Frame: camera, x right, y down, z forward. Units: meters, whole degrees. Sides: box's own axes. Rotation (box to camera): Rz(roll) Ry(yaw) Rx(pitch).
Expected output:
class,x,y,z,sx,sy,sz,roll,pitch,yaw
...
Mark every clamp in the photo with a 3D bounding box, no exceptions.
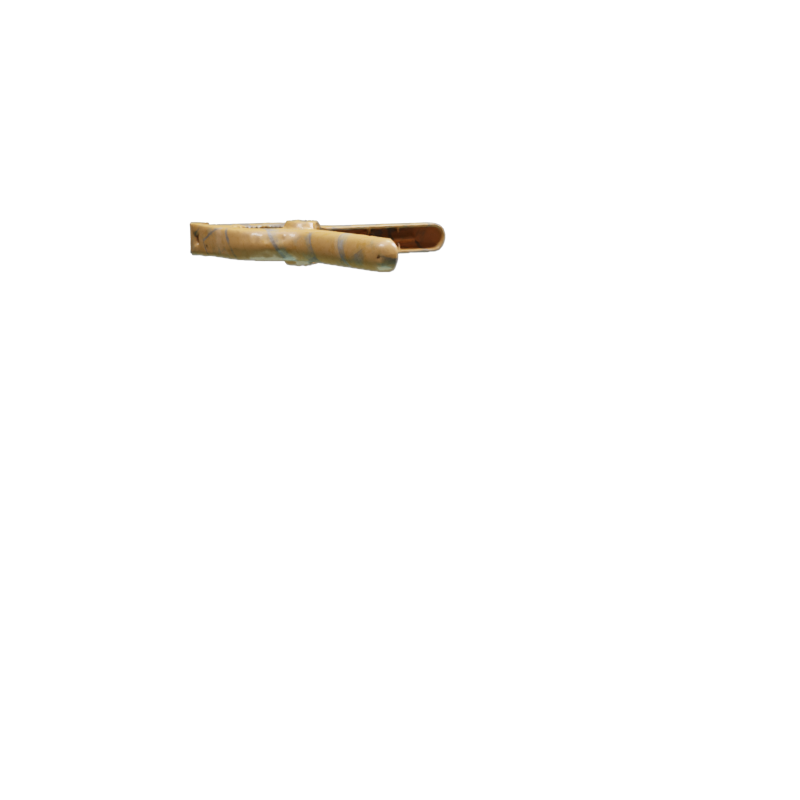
class,x,y,z,sx,sy,sz,roll,pitch,yaw
clamp,-0.071,-0.130,0.913,0.217,0.036,0.162,6,14,24
